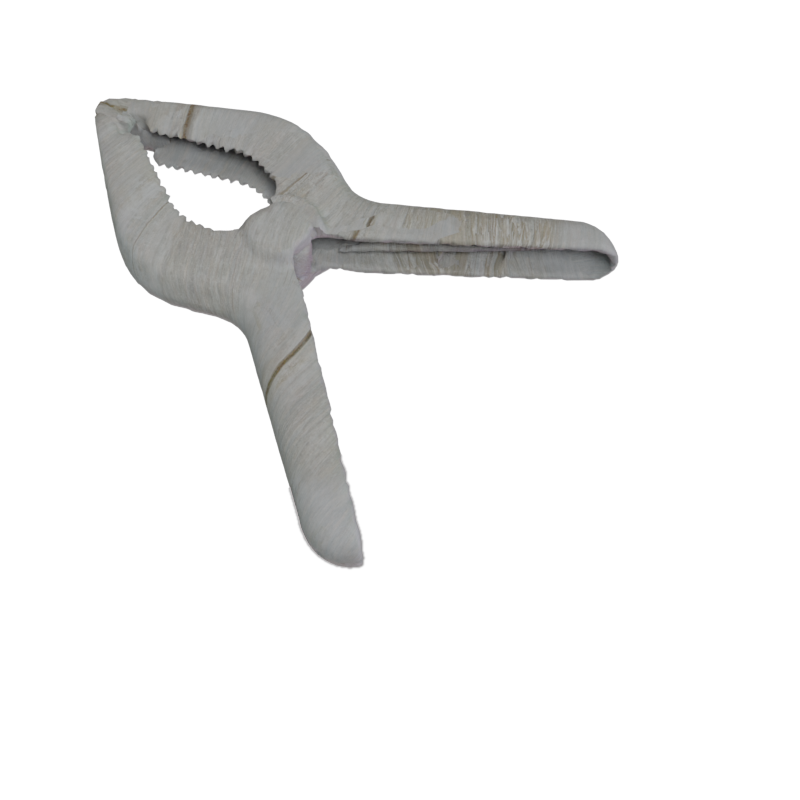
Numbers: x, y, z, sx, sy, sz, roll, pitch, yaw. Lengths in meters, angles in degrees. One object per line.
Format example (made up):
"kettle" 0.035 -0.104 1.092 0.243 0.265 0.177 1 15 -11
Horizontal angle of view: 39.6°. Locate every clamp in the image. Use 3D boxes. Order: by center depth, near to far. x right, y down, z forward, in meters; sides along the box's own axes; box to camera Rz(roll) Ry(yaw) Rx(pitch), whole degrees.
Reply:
"clamp" -0.034 -0.061 0.431 0.166 0.223 0.034 -38 -26 -22
